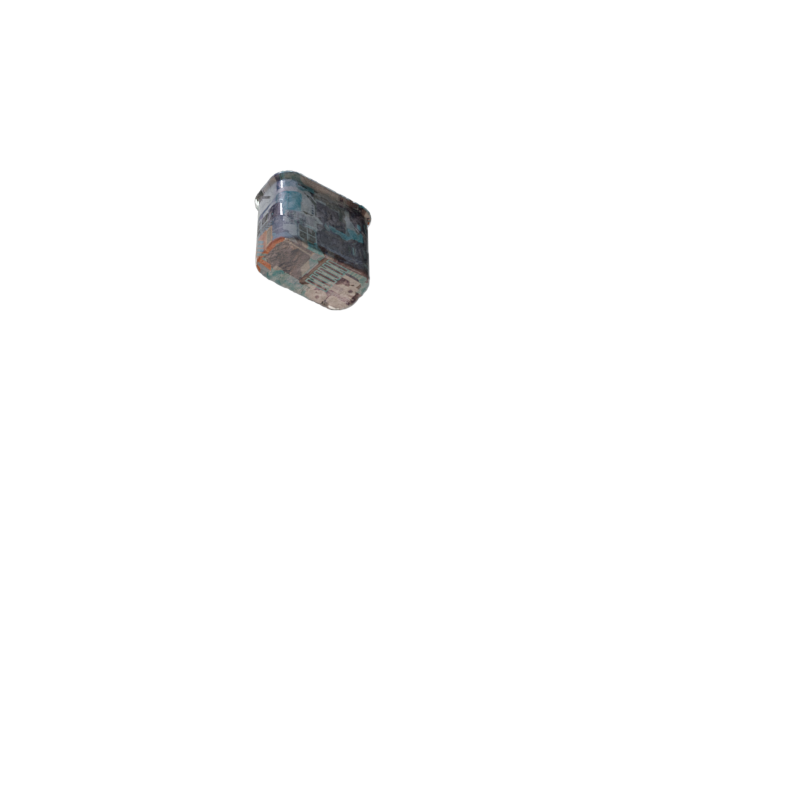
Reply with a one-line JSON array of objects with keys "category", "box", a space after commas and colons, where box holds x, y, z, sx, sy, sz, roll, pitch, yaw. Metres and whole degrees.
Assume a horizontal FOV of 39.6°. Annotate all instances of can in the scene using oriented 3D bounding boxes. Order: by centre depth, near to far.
[{"category": "can", "box": [-0.073, -0.134, 0.939, 0.097, 0.090, 0.056, 24, -50, -25]}]
